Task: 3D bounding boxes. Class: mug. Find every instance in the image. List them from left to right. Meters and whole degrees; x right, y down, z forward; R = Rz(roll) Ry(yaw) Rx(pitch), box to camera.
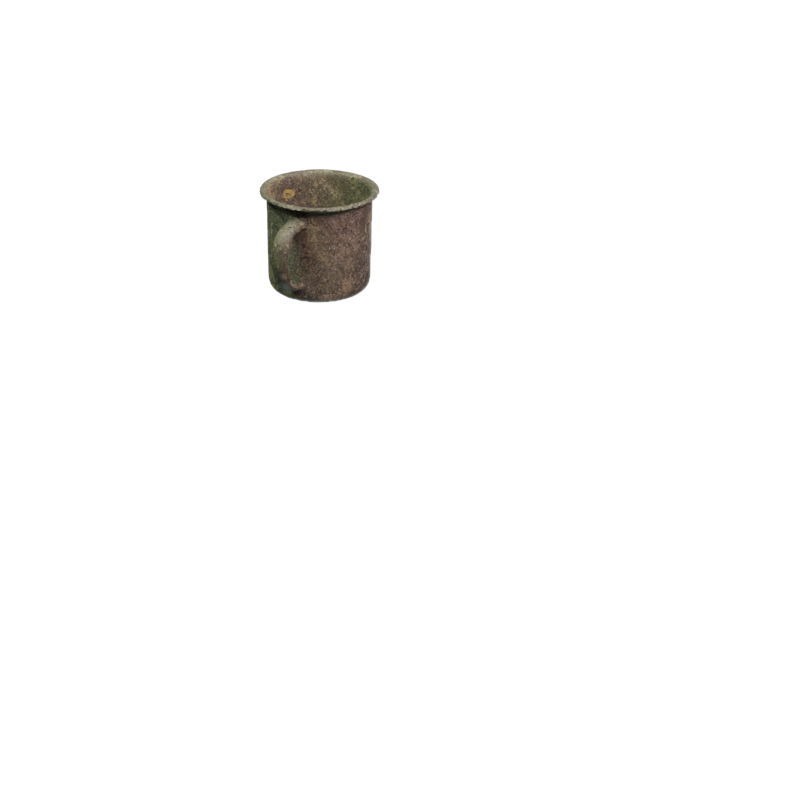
[{"bbox_3d":[-0.068,-0.123,0.864,0.096,0.077,0.120,10,29,18],"label":"mug"}]
